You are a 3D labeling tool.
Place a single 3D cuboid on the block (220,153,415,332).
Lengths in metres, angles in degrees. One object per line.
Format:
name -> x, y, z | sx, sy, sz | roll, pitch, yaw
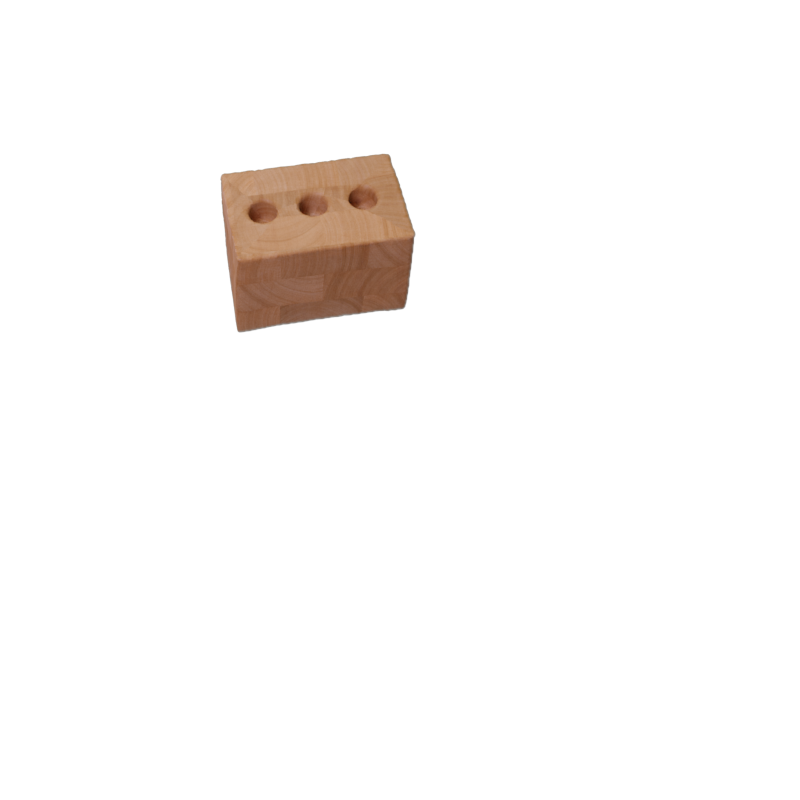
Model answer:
block -> -0.038, -0.070, 0.491 | 0.077, 0.057, 0.048 | -9, -35, -8
